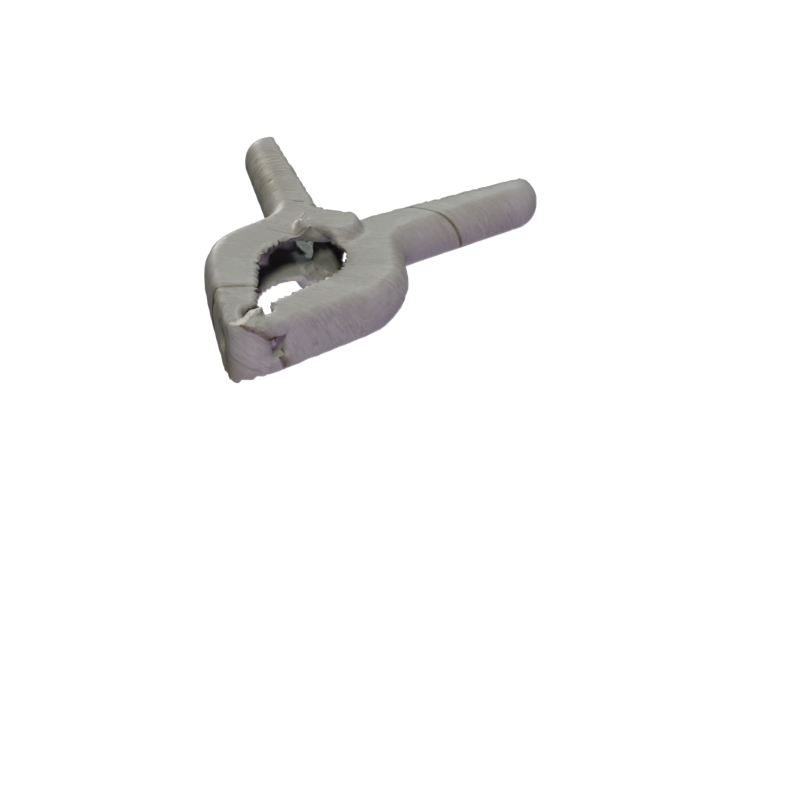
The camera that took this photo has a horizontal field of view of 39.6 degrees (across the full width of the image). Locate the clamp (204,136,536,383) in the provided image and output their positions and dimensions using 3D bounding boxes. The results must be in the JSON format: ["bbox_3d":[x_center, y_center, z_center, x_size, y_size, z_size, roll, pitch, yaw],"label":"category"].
[{"bbox_3d":[-0.042,-0.077,0.542,0.171,0.034,0.215,15,36,22],"label":"clamp"}]
